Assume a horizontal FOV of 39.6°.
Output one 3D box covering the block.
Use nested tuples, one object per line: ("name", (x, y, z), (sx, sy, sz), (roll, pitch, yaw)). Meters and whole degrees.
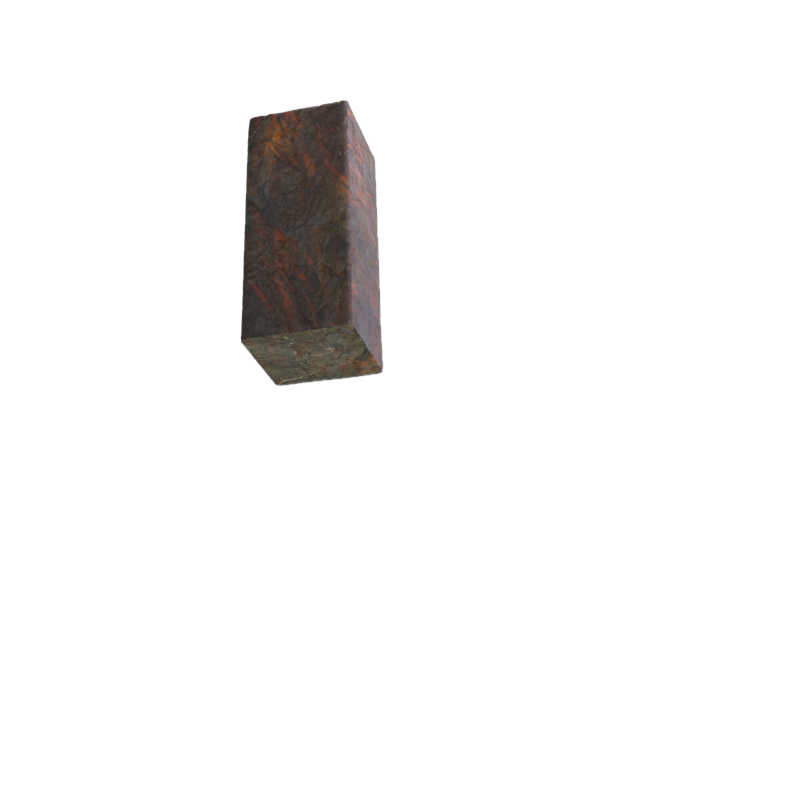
("block", (-0.071, -0.128, 0.895), (0.091, 0.219, 0.084), (-9, -30, 12))
